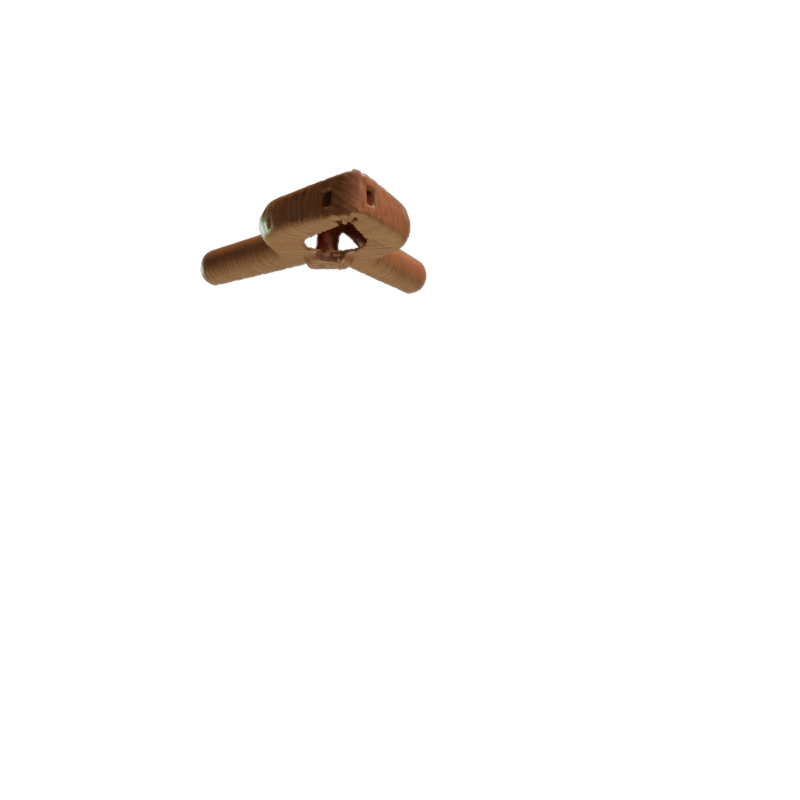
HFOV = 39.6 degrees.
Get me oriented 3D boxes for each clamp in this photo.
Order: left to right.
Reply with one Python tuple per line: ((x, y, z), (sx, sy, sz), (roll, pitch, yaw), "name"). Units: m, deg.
((-0.057, -0.104, 0.730), (0.164, 0.037, 0.204), (0, -8, -2), "clamp")
